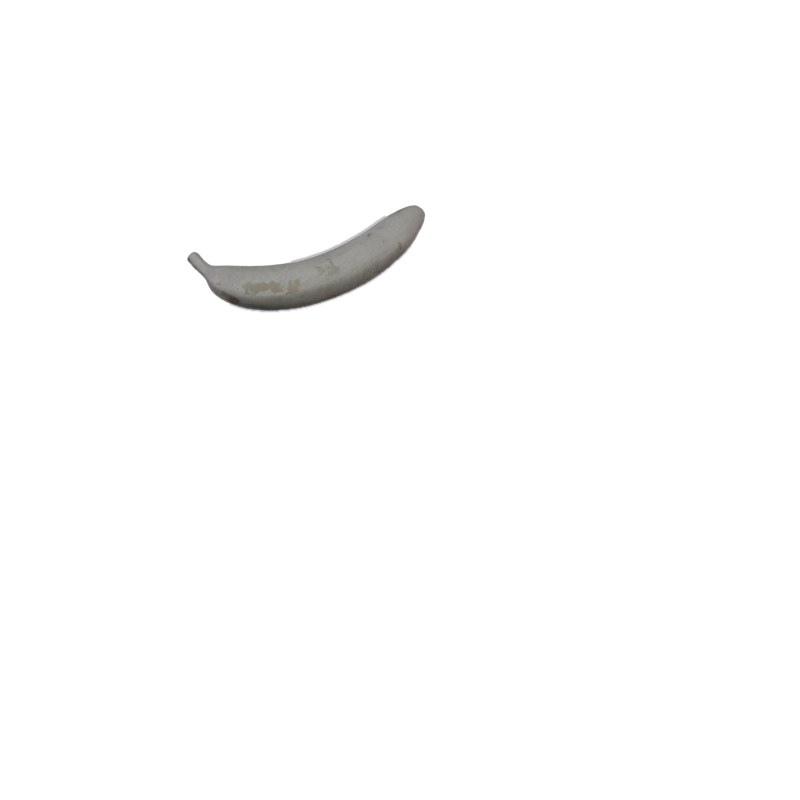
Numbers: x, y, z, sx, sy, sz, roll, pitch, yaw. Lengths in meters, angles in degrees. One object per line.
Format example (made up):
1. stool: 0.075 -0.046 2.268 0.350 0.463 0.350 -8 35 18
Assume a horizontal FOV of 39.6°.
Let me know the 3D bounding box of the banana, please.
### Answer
1. banana: -0.070 -0.110 0.889 0.197 0.073 0.035 -12 -20 -5
